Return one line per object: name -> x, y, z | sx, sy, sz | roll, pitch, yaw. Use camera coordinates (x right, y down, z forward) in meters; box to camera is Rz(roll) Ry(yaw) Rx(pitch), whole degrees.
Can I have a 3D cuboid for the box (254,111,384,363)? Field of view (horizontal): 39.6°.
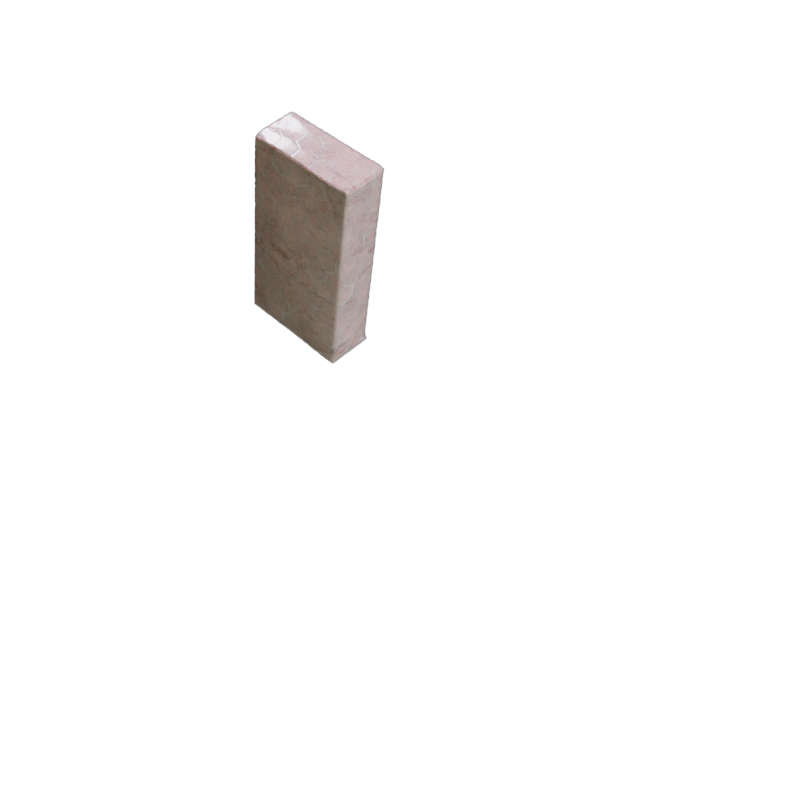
box -> -0.065, -0.118, 0.825 | 0.099, 0.164, 0.048 | 37, 56, 26
